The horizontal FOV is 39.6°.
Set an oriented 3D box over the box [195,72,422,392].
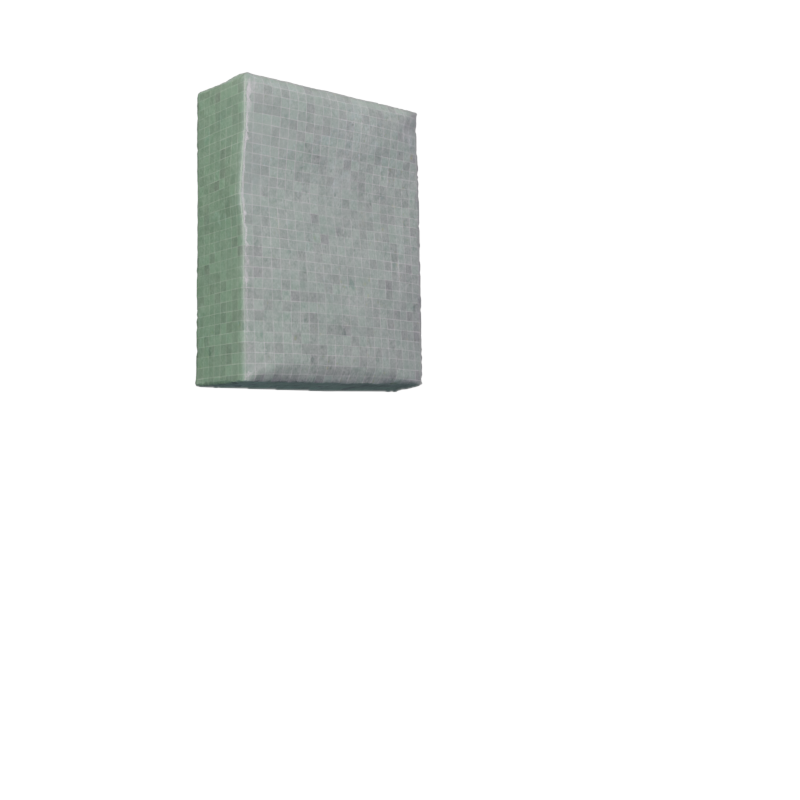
[{"bbox_3d":[-0.063,-0.115,0.805,0.157,0.219,0.073,5,-11,-39],"label":"box"}]
